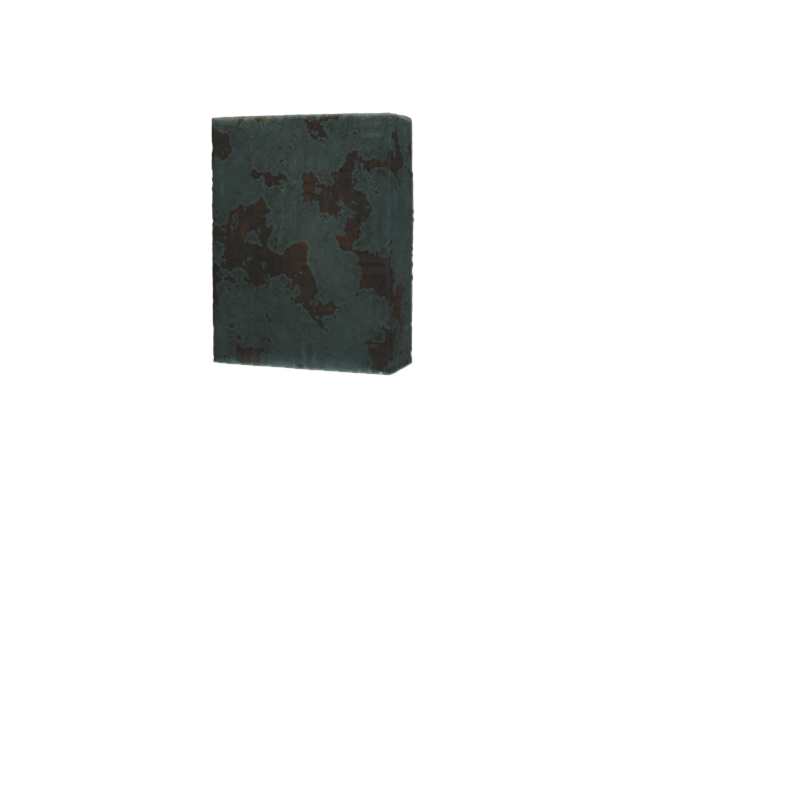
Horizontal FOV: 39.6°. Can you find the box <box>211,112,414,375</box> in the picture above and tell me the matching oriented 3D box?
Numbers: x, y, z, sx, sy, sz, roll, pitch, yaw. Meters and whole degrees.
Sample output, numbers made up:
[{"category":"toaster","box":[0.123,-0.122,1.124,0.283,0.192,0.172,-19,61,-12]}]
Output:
[{"category":"box","box":[-0.074,-0.135,0.949,0.169,0.212,0.070,2,4,21]}]
